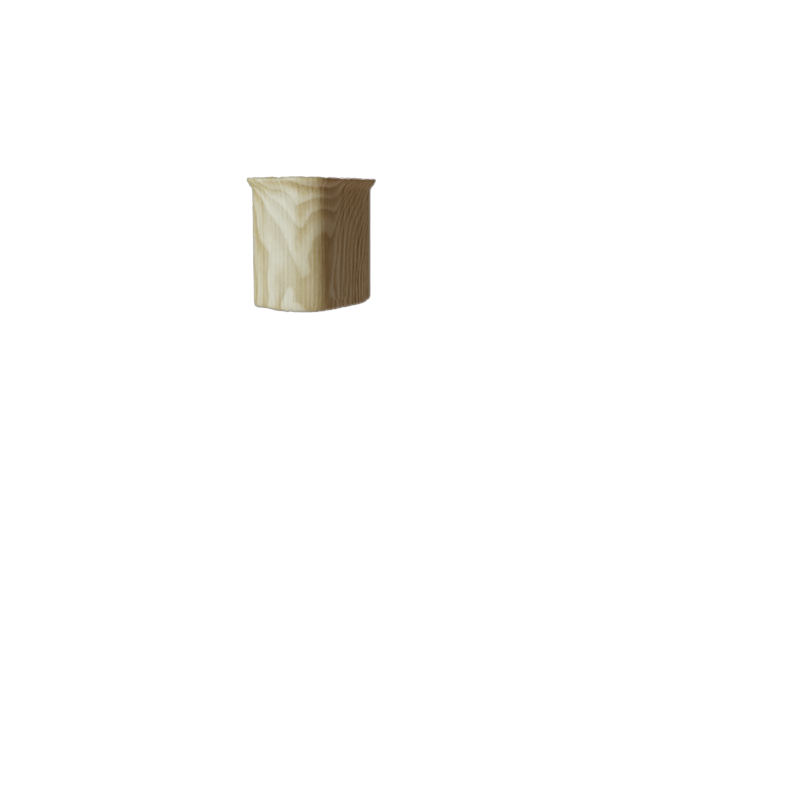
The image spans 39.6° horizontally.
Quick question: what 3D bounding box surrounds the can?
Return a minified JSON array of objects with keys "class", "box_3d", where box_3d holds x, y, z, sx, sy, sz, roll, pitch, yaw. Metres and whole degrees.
[{"class":"can","box_3d":[-0.057,-0.103,0.725,0.059,0.083,0.100,2,7,24]}]
